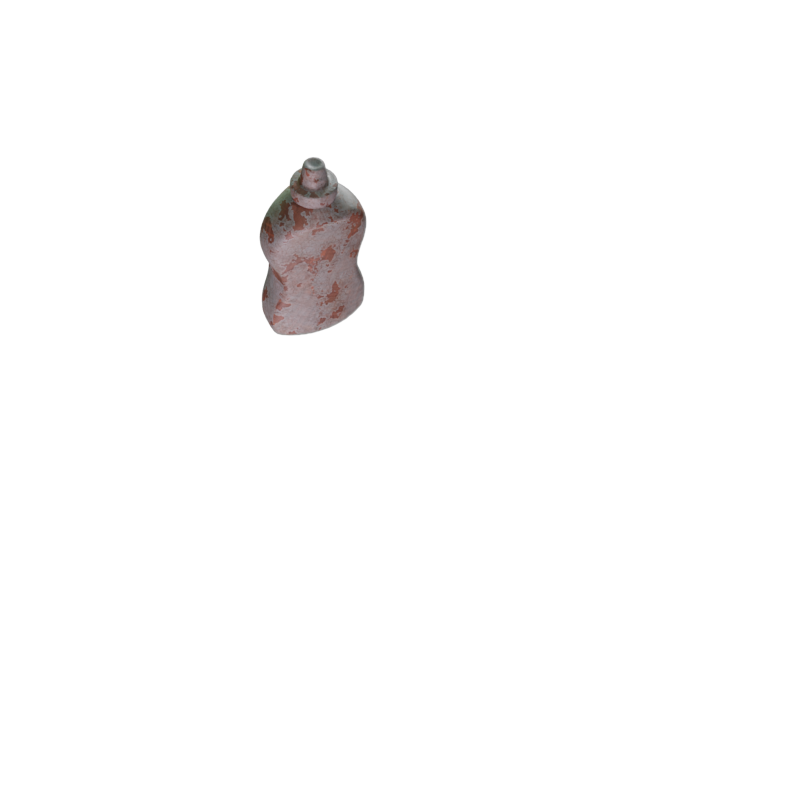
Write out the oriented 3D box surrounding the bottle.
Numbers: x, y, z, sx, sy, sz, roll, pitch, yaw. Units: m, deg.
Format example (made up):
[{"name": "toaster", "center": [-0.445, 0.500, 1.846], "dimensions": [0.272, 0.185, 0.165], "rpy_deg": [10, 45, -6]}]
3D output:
[{"name": "bottle", "center": [-0.077, -0.141, 0.990], "dimensions": [0.095, 0.063, 0.179], "rpy_deg": [-18, -35, -17]}]
